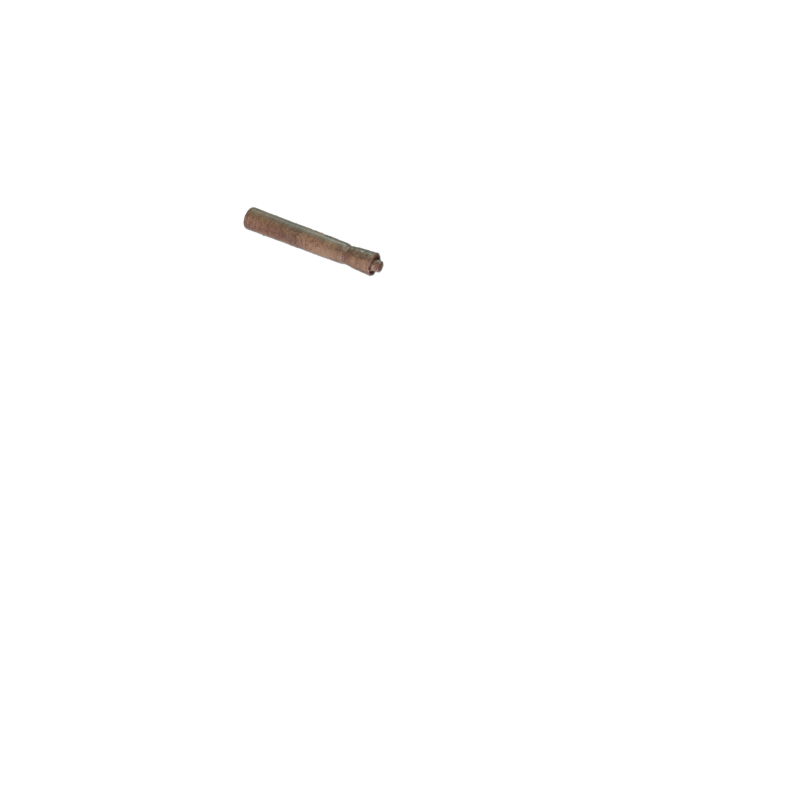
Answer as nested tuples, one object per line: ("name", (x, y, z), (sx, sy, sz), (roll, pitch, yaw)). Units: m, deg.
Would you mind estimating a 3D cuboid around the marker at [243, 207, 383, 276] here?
("marker", (-0.068, -0.123, 0.863), (0.127, 0.019, 0.019), (23, 13, 24))
